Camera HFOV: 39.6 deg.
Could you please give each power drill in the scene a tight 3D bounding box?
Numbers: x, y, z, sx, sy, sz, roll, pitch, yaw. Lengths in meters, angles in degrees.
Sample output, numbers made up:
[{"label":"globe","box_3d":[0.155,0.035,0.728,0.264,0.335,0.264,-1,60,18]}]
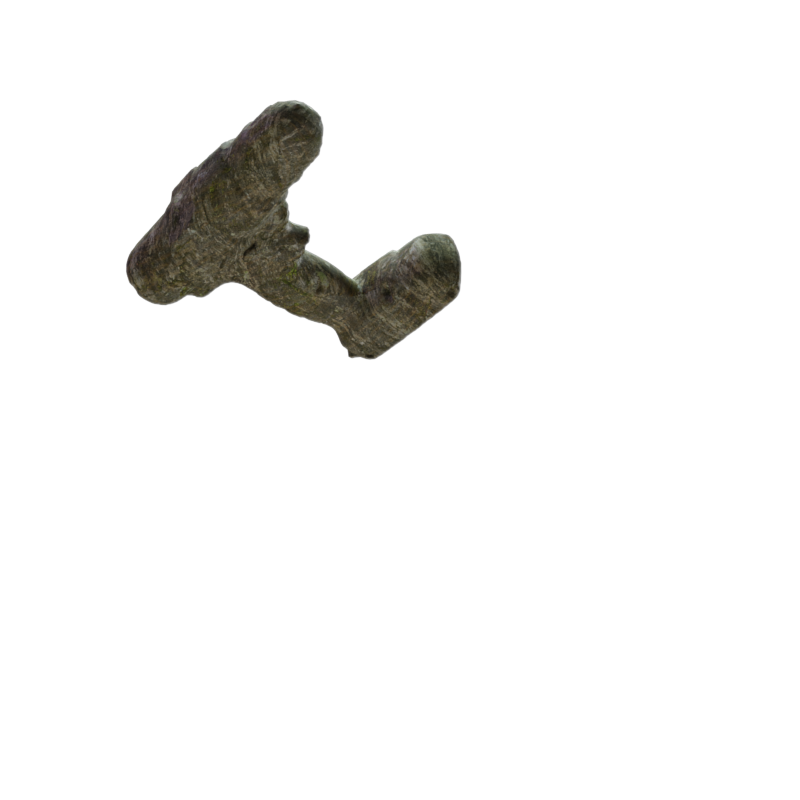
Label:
[{"label":"power drill","box_3d":[-0.055,-0.100,0.699,0.178,0.061,0.182,22,-39,-31]}]
